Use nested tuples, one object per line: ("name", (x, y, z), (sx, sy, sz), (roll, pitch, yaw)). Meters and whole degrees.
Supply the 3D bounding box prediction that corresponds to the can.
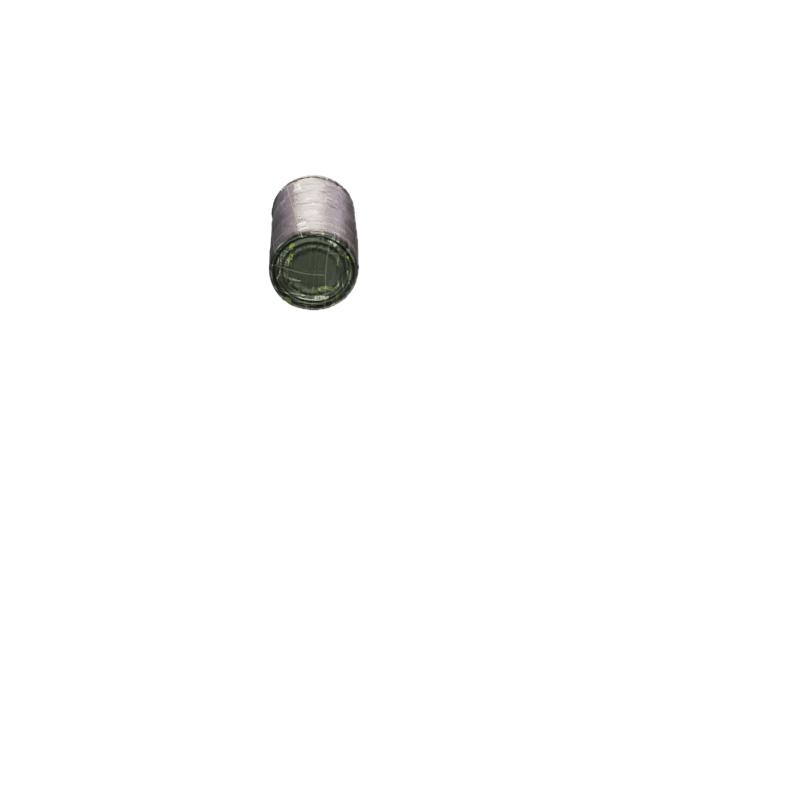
("can", (-0.067, -0.122, 0.857), (0.068, 0.064, 0.109), (-1, 32, -3))
